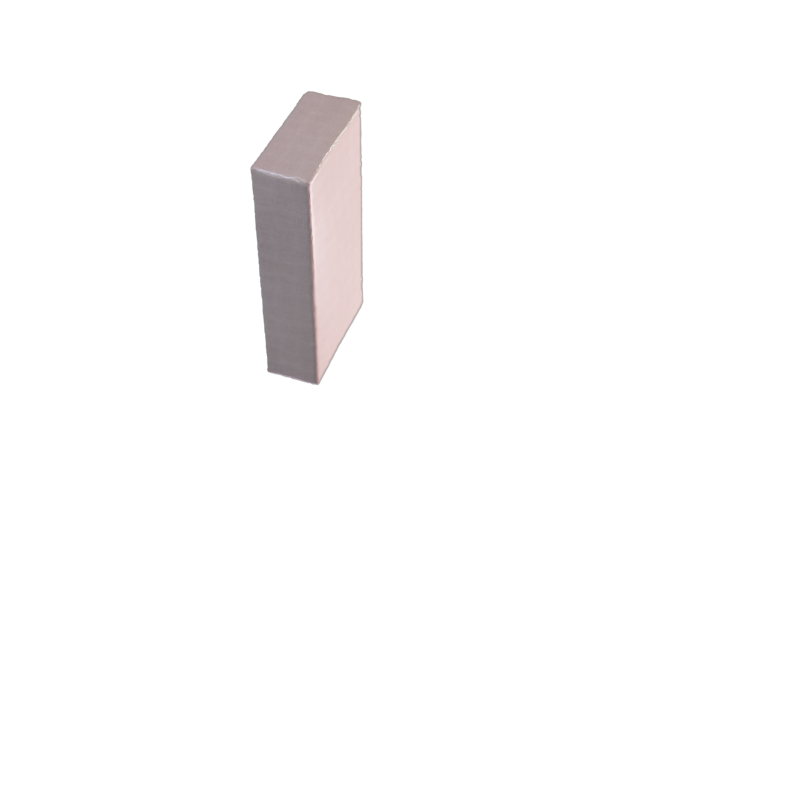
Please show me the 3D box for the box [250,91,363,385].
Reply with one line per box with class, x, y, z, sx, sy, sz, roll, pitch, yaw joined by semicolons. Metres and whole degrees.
box;-0.057;-0.105;0.735;0.049;0.164;0.098;15;47;11
